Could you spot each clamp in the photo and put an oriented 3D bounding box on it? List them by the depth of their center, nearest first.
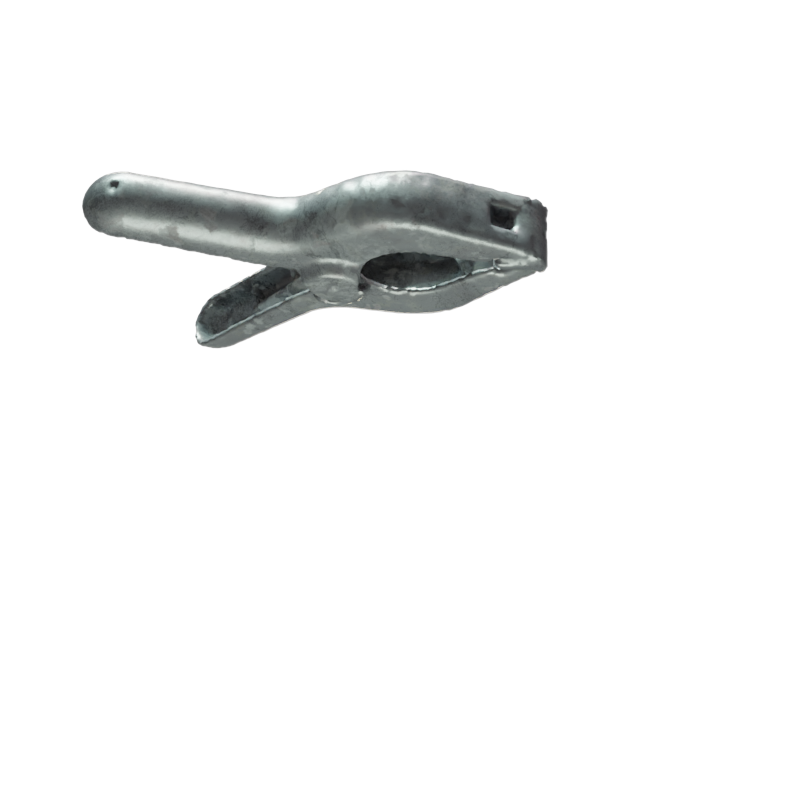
[{"bbox_3d":[-0.034,-0.061,0.429,0.174,0.041,0.112,-9,-22,23],"label":"clamp"}]
